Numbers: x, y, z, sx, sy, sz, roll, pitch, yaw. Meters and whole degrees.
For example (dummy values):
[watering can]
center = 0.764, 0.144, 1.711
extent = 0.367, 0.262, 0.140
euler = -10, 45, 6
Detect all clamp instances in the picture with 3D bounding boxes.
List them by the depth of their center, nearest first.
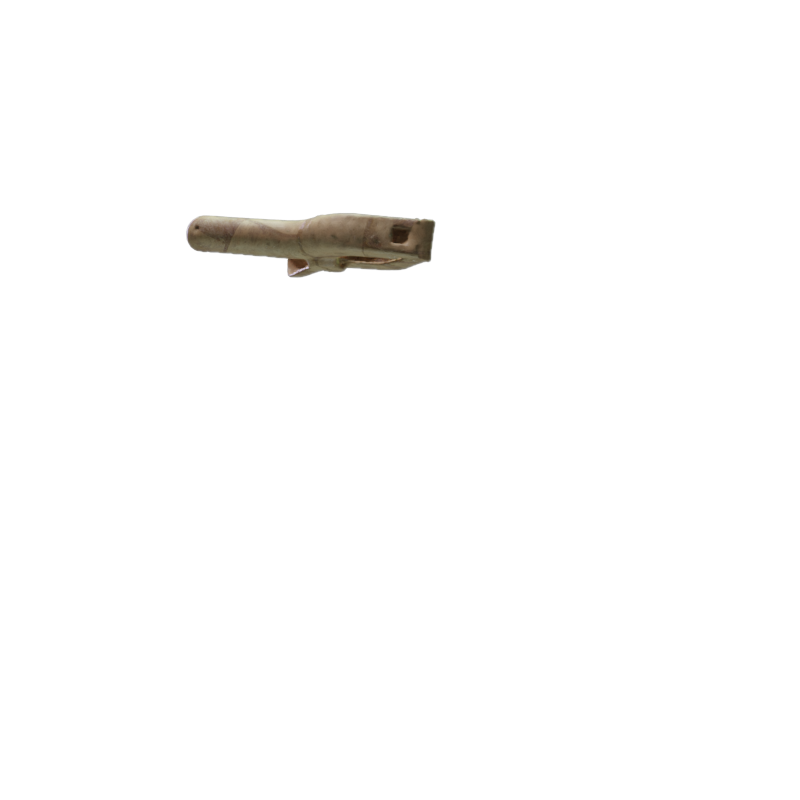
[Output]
[clamp]
center = -0.058, -0.107, 0.746
extent = 0.115, 0.040, 0.177
euler = 1, -1, -44
